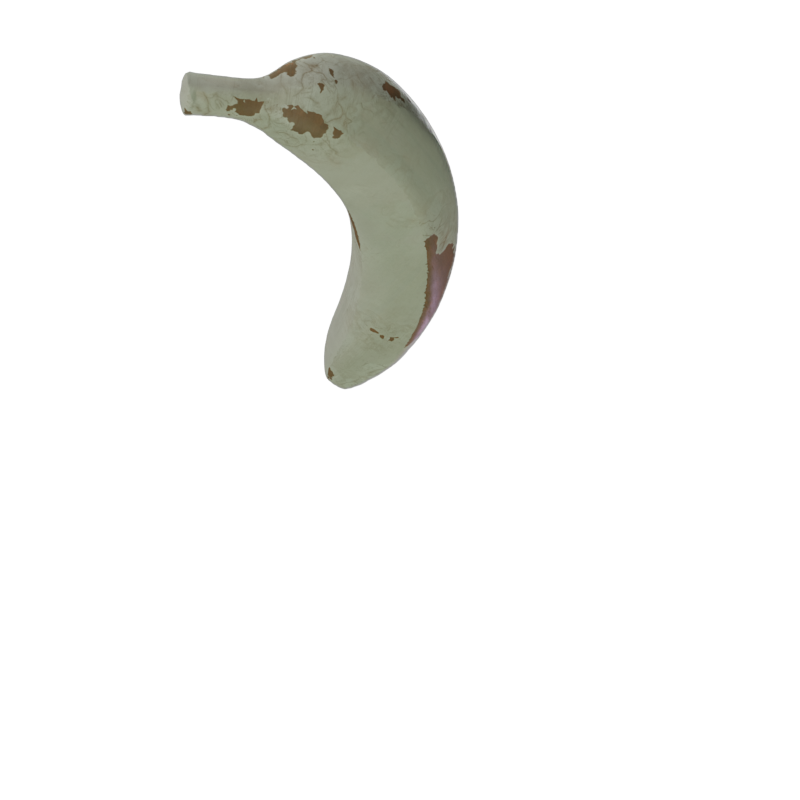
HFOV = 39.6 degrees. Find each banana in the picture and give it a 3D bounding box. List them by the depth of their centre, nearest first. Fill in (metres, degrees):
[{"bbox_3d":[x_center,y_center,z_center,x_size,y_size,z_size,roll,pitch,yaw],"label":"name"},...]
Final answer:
[{"bbox_3d":[-0.013,-0.060,0.388,0.070,0.039,0.183,-6,-29,10],"label":"banana"}]
